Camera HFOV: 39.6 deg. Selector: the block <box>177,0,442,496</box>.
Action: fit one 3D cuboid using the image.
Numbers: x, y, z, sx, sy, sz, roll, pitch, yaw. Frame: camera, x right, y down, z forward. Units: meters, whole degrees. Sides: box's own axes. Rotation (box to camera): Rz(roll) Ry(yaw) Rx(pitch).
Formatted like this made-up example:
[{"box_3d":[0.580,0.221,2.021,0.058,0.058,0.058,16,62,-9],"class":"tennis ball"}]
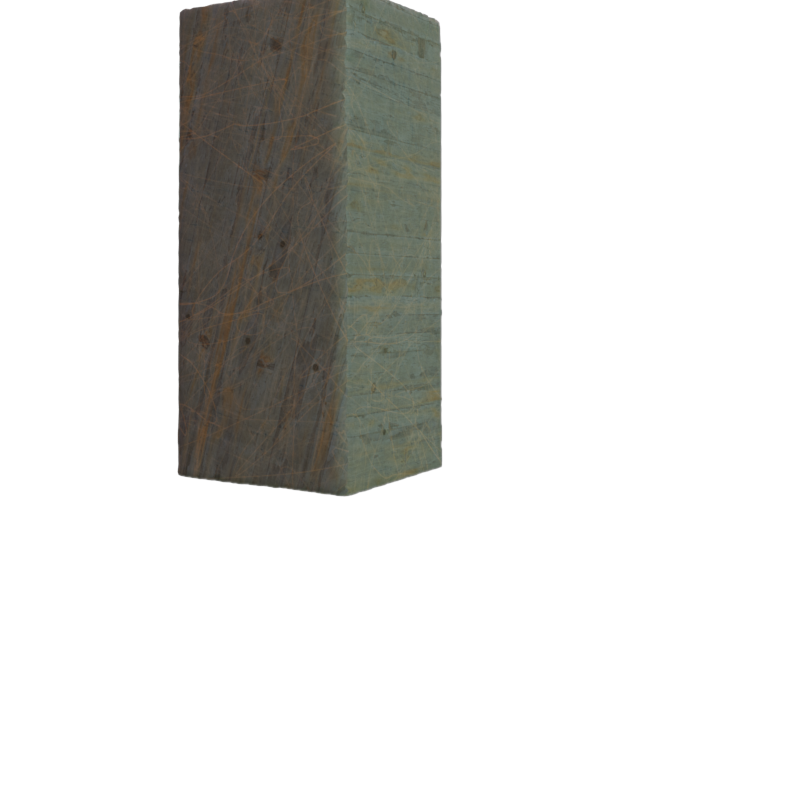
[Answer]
[{"box_3d":[-0.039,-0.071,0.500,0.093,0.207,0.087,0,-1,31],"class":"block"}]
